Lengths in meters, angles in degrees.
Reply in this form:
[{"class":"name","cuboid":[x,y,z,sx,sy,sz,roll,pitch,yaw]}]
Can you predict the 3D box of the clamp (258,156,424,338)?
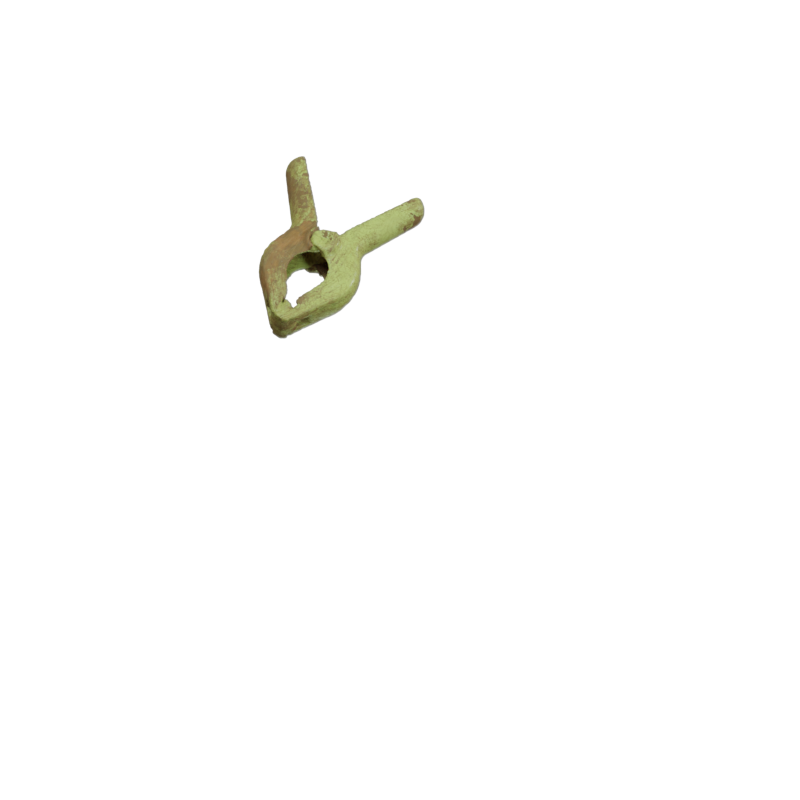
[{"class":"clamp","cuboid":[-0.069,-0.126,0.883,0.125,0.177,0.036,23,-37,18]}]
